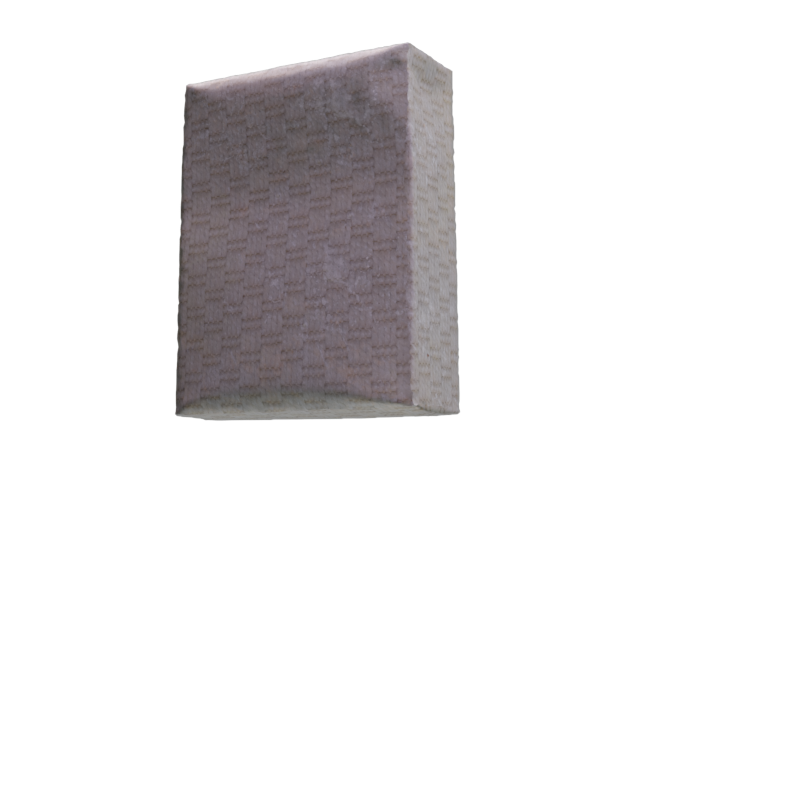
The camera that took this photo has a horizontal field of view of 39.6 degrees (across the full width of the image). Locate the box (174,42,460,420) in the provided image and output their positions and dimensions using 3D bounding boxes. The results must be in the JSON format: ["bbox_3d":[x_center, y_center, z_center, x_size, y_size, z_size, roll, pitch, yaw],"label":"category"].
[{"bbox_3d":[-0.053,-0.097,0.677,0.169,0.219,0.068,-4,-10,27],"label":"box"}]
